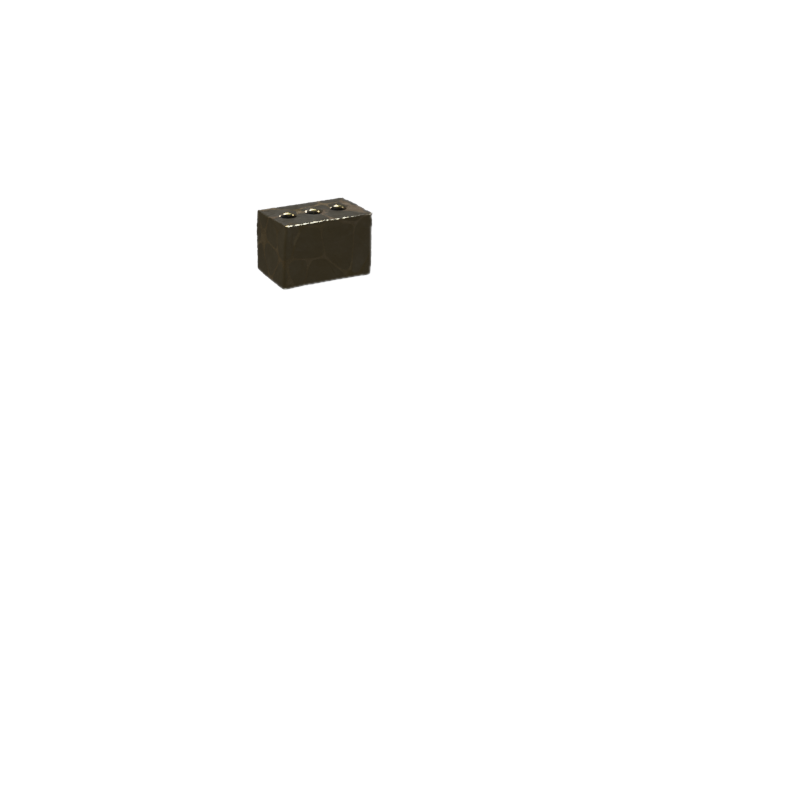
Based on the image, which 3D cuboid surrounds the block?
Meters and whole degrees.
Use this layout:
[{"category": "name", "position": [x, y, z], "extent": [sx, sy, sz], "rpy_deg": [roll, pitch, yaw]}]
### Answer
[{"category": "block", "position": [-0.068, -0.124, 0.870], "extent": [0.076, 0.049, 0.056], "rpy_deg": [-13, 27, -27]}]
